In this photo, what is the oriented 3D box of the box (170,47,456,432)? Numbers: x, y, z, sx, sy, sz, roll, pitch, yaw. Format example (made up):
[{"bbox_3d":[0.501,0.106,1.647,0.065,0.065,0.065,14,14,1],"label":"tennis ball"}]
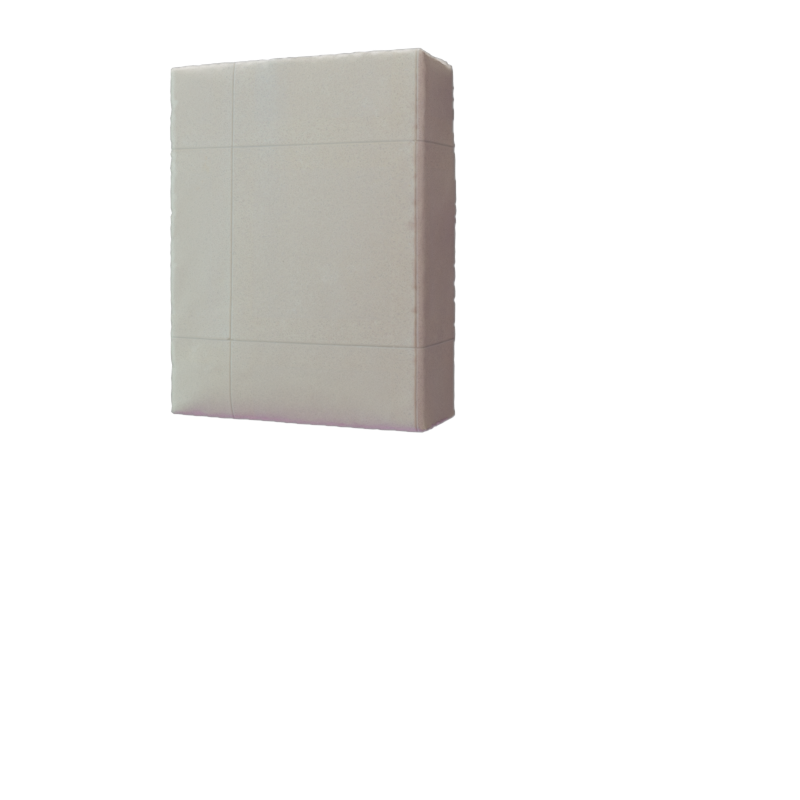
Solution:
[{"bbox_3d":[-0.052,-0.095,0.669,0.169,0.214,0.070,1,1,23],"label":"box"}]
